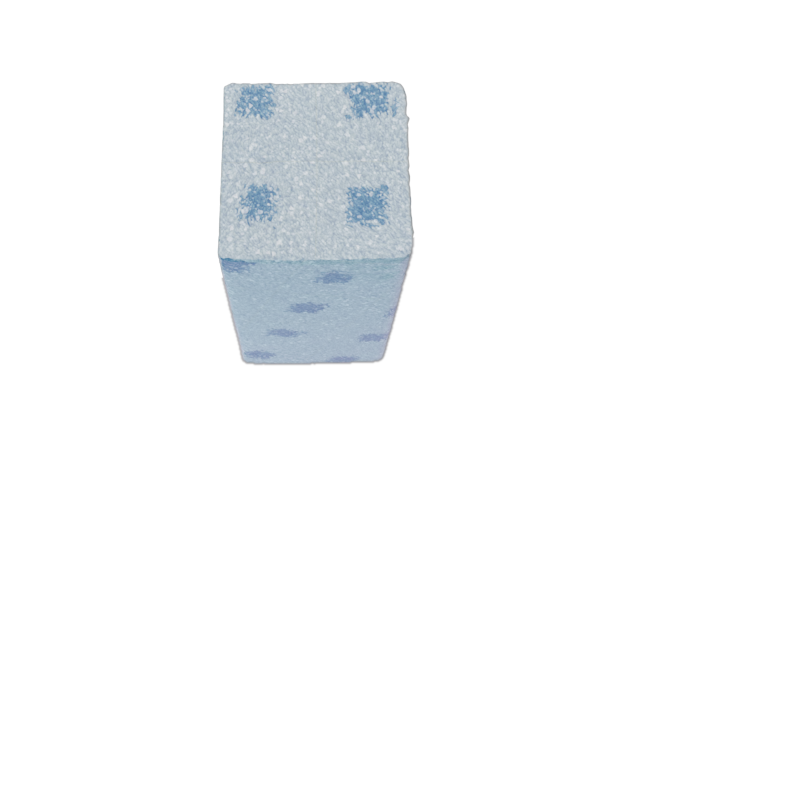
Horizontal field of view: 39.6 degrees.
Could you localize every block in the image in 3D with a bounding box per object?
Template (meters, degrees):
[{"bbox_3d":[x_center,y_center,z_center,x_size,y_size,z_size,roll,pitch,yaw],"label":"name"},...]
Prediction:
[{"bbox_3d":[-0.047,-0.087,0.609,0.090,0.094,0.199,0,-13,-4],"label":"block"}]
